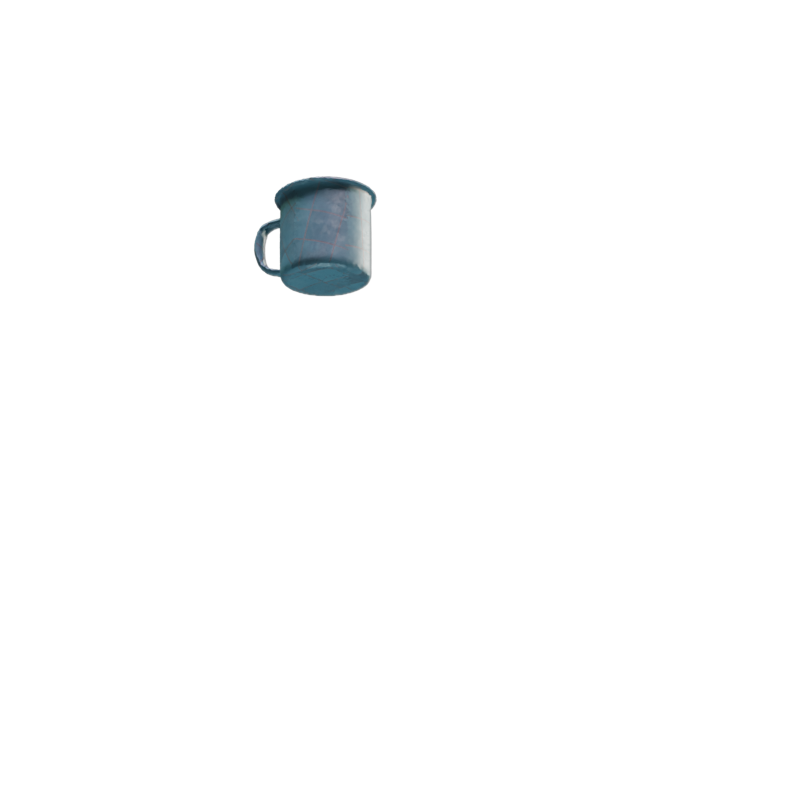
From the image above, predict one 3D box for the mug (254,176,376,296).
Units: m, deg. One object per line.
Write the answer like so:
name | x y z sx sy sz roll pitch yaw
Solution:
mug | -0.078 -0.142 0.995 0.119 0.086 0.087 -7 -20 19
